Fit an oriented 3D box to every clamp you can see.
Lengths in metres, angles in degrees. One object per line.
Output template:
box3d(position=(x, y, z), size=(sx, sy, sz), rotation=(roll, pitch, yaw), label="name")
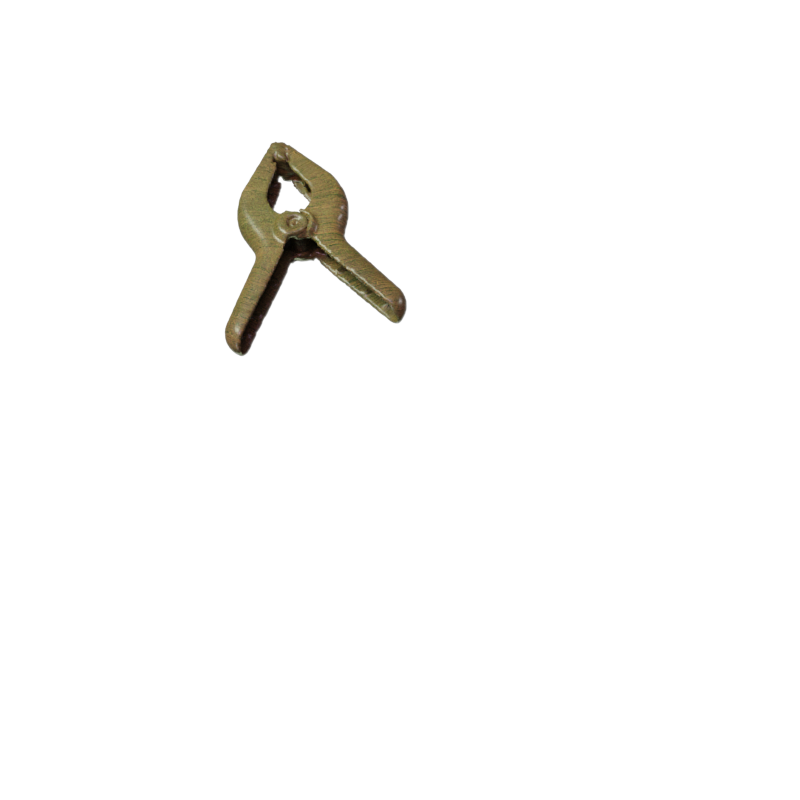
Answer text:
box3d(position=(-0.060, -0.110, 0.770), size=(0.120, 0.183, 0.037), rotation=(-3, -32, -2), label="clamp")
